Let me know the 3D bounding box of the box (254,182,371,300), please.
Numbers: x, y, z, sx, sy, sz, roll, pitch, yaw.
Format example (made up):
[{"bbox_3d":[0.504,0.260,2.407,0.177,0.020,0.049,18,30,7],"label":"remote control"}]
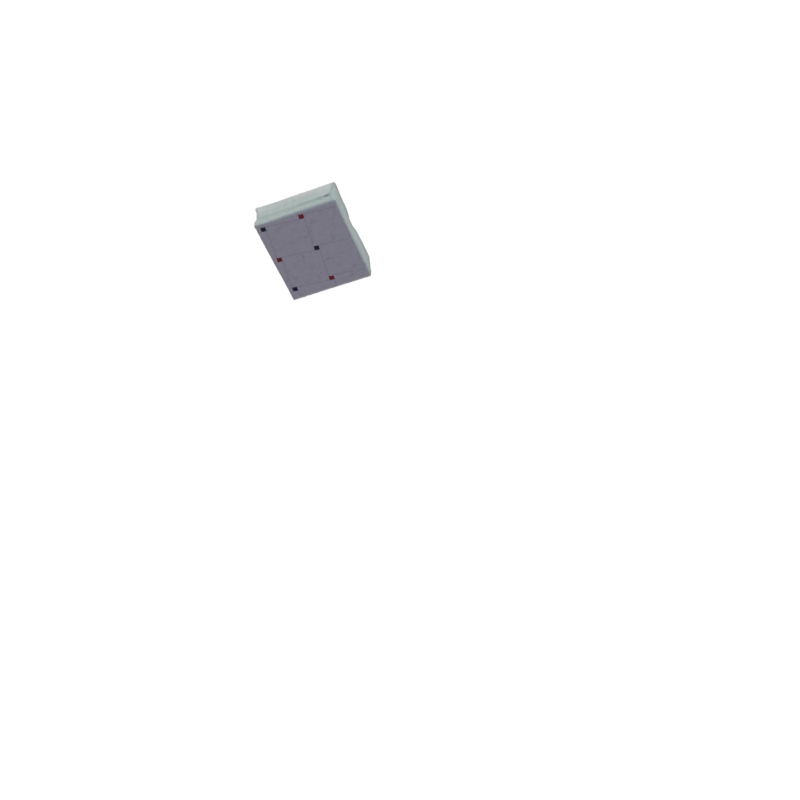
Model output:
[{"bbox_3d":[-0.074,-0.135,0.943,0.073,0.083,0.032,-17,36,12],"label":"box"}]
